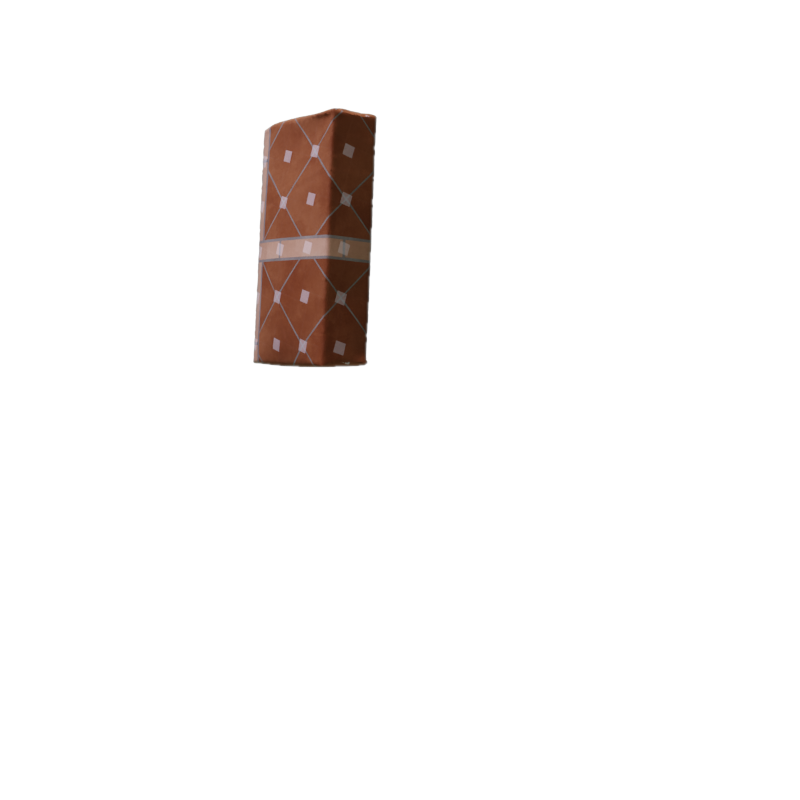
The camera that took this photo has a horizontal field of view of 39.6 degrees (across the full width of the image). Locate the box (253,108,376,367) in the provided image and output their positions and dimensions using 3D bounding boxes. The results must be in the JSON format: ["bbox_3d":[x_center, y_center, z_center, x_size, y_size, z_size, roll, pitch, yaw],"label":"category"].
[{"bbox_3d":[-0.062,-0.112,0.788,0.046,0.178,0.096,3,-4,-37],"label":"box"}]
